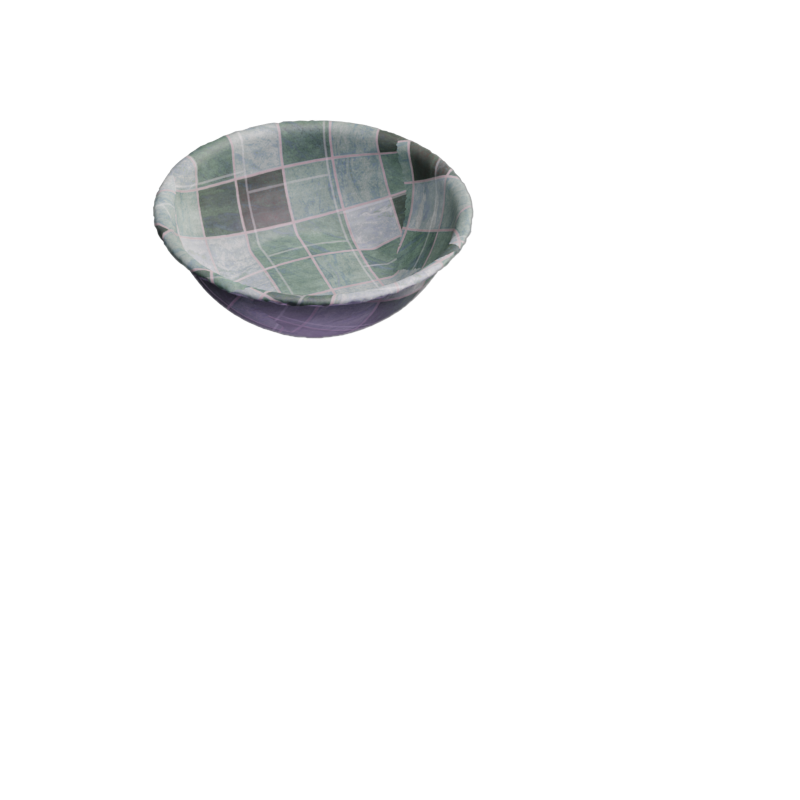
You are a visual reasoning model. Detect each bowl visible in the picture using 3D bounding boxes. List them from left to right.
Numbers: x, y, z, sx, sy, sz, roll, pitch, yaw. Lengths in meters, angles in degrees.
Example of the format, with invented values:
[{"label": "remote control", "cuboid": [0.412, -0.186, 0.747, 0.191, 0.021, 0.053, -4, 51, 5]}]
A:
[{"label": "bowl", "cuboid": [-0.045, -0.083, 0.578, 0.162, 0.051, 0.174, -1, 42, -2]}]
